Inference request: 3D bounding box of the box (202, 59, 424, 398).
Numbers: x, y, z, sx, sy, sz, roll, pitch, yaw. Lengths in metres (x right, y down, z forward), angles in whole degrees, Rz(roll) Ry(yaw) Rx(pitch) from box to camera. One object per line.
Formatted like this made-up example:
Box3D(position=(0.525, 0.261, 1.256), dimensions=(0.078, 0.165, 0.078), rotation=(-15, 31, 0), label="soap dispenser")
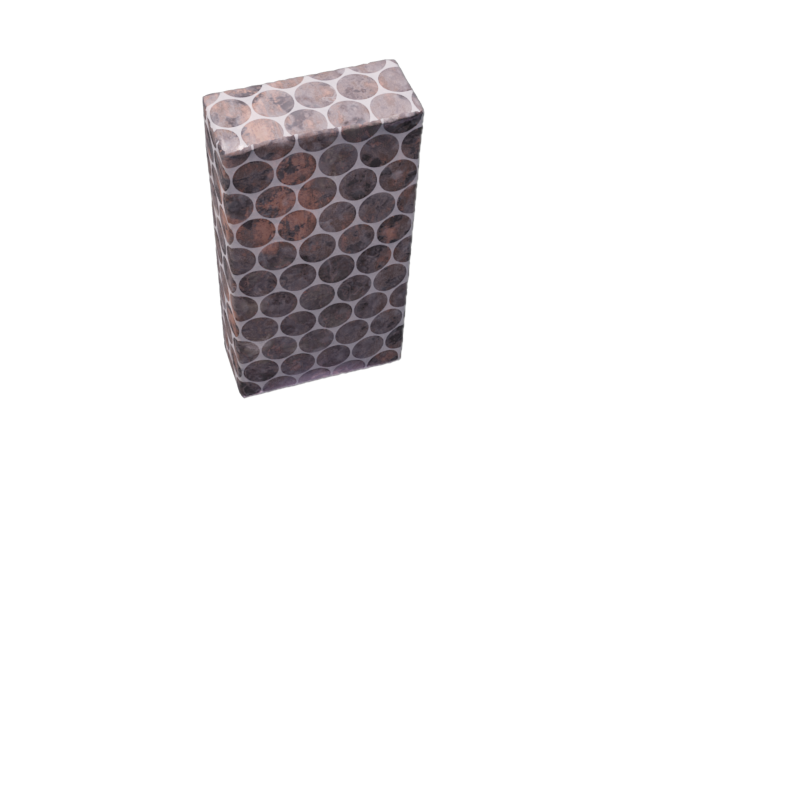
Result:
Box3D(position=(-0.042, -0.077, 0.541), dimensions=(0.092, 0.052, 0.165), rotation=(-14, -34, -13), label="box")
